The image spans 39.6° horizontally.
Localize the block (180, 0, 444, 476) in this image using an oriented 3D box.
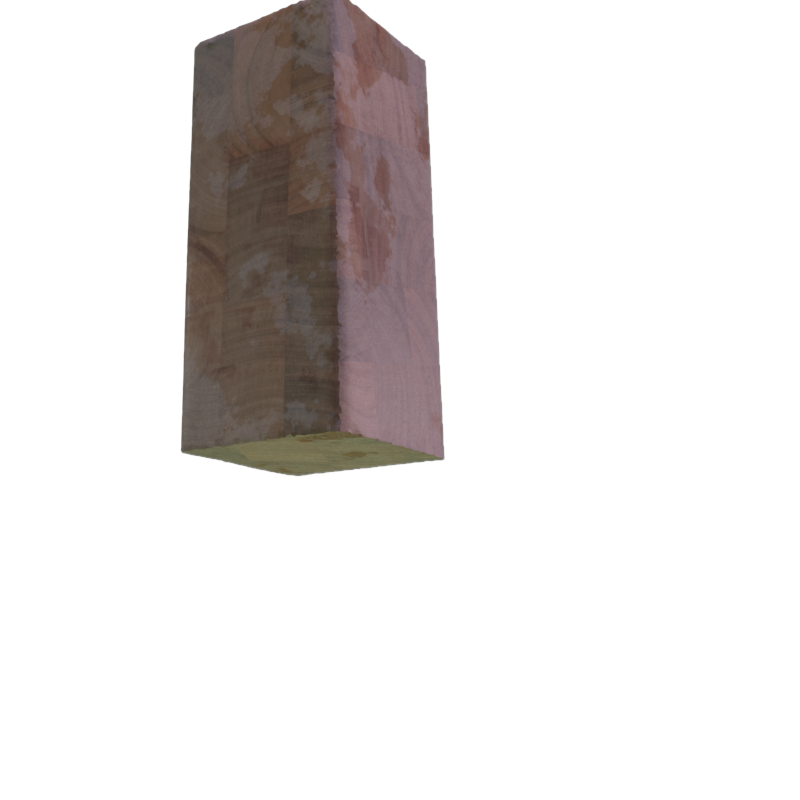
[{"bbox_3d":[-0.042,-0.076,0.534,0.092,0.216,0.084,-13,-22,31],"label":"block"}]
